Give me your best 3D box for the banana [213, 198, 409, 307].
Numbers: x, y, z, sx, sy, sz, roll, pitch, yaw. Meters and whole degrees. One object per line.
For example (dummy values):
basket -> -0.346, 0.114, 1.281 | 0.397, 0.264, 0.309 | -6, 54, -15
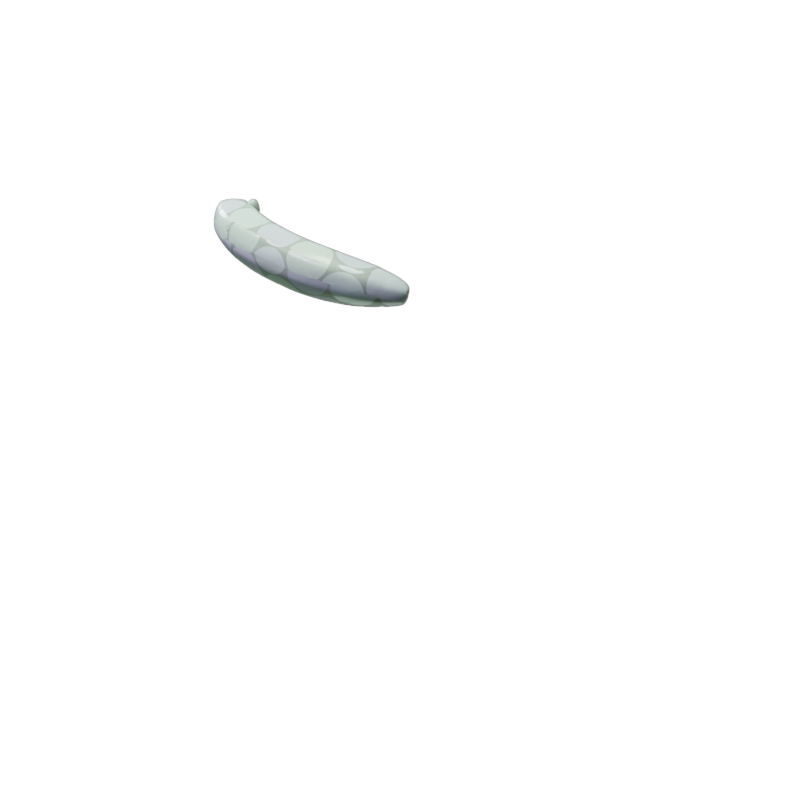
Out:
banana -> -0.079, -0.109, 0.791 | 0.069, 0.035, 0.212 | -21, 39, -31
